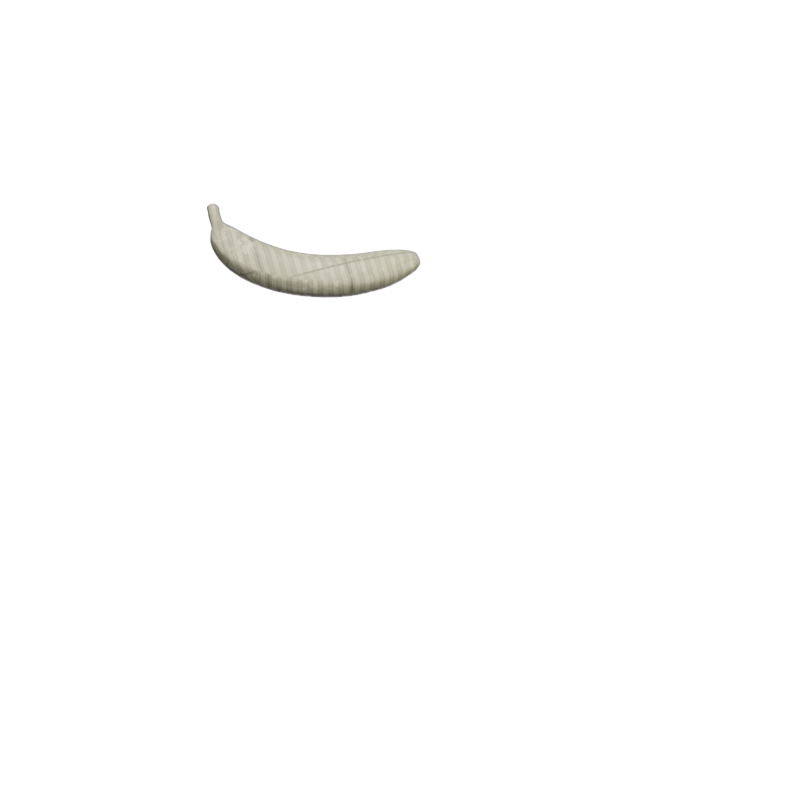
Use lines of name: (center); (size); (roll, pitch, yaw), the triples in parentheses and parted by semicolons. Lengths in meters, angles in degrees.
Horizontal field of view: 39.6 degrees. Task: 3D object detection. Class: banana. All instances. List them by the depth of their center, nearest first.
banana: (-0.085, -0.123, 0.968); (0.200, 0.072, 0.035); (15, -20, 6)
